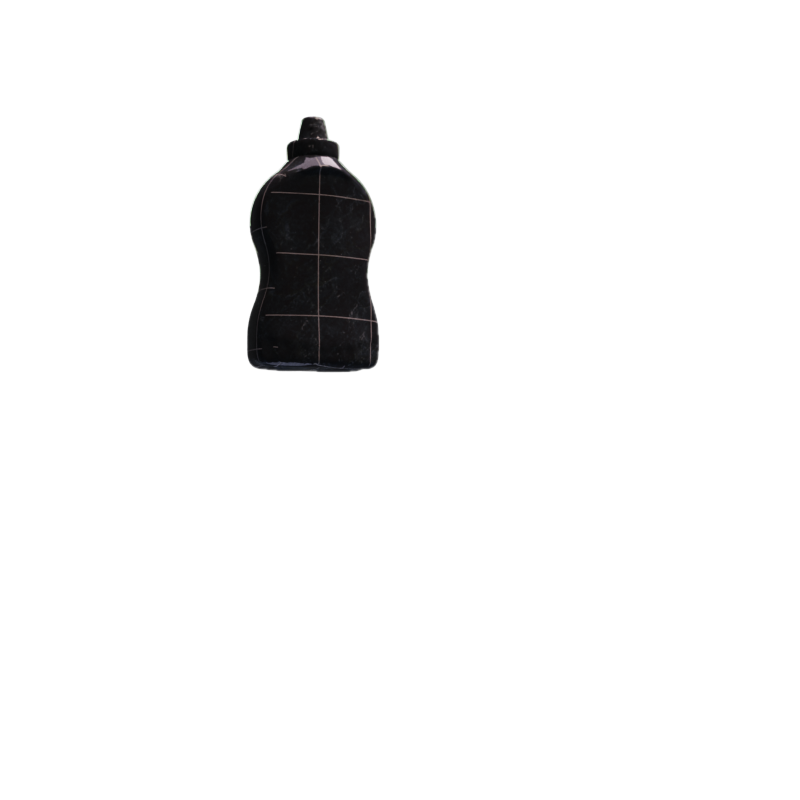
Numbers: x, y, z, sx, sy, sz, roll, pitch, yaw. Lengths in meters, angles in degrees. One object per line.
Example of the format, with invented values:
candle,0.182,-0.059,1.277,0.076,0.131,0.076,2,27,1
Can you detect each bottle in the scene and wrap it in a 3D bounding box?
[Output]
bottle,-0.065,-0.119,0.832,0.094,0.196,0.058,3,-10,-19
